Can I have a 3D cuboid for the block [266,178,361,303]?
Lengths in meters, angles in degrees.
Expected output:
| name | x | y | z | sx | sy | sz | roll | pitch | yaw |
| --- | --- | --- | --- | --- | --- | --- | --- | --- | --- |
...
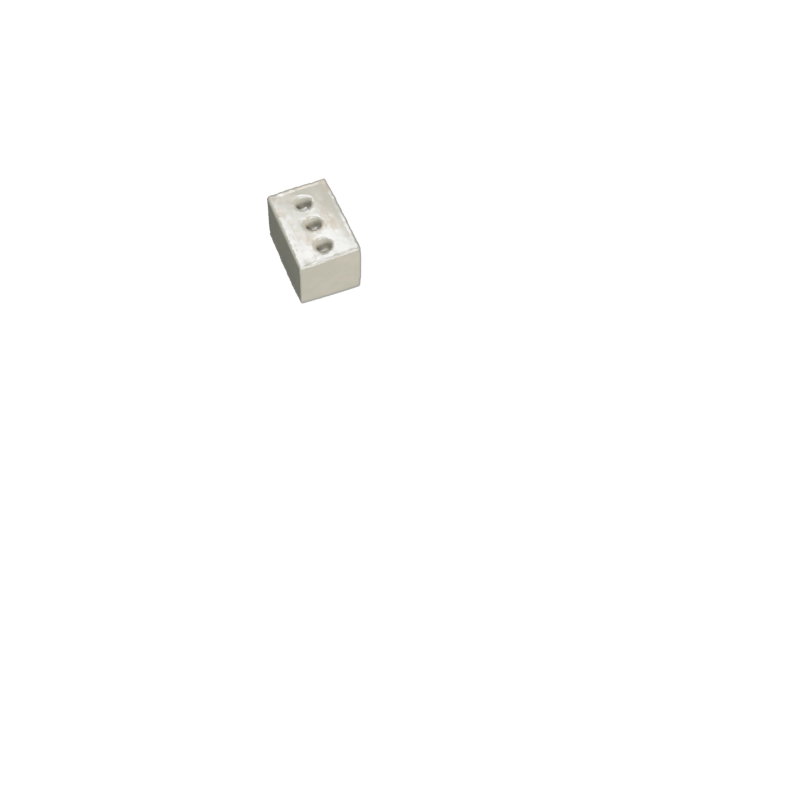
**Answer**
| name | x | y | z | sx | sy | sz | roll | pitch | yaw |
| --- | --- | --- | --- | --- | --- | --- | --- | --- | --- |
| block | -0.070 | -0.127 | 0.891 | 0.052 | 0.084 | 0.048 | -19 | -30 | -13 |
